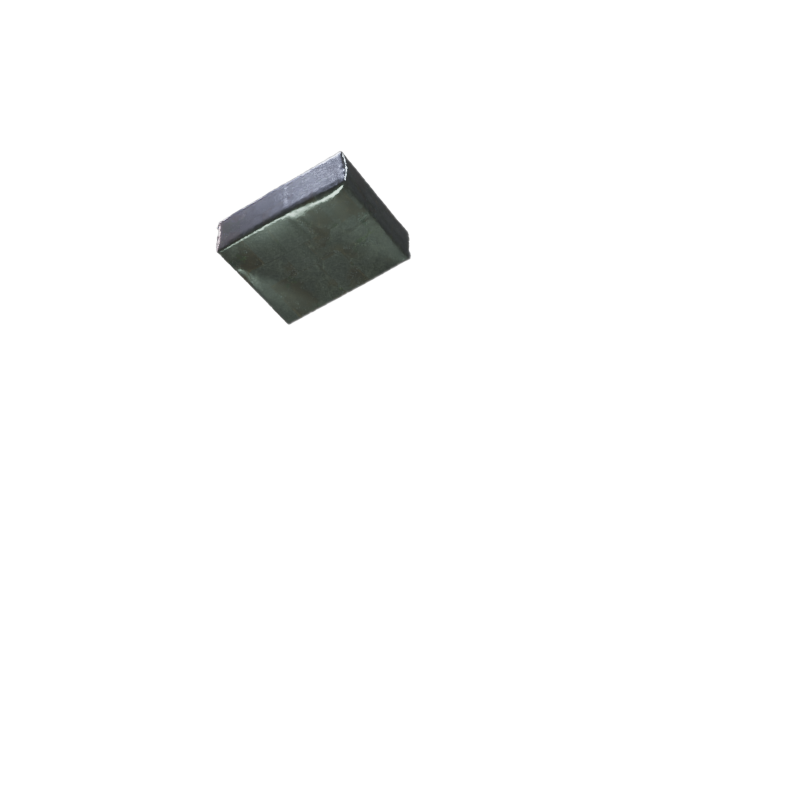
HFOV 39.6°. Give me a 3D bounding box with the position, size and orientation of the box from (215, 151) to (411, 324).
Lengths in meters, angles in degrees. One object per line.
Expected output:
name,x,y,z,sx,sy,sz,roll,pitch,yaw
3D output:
box,-0.063,-0.114,0.801,0.114,0.042,0.083,-25,-51,22
